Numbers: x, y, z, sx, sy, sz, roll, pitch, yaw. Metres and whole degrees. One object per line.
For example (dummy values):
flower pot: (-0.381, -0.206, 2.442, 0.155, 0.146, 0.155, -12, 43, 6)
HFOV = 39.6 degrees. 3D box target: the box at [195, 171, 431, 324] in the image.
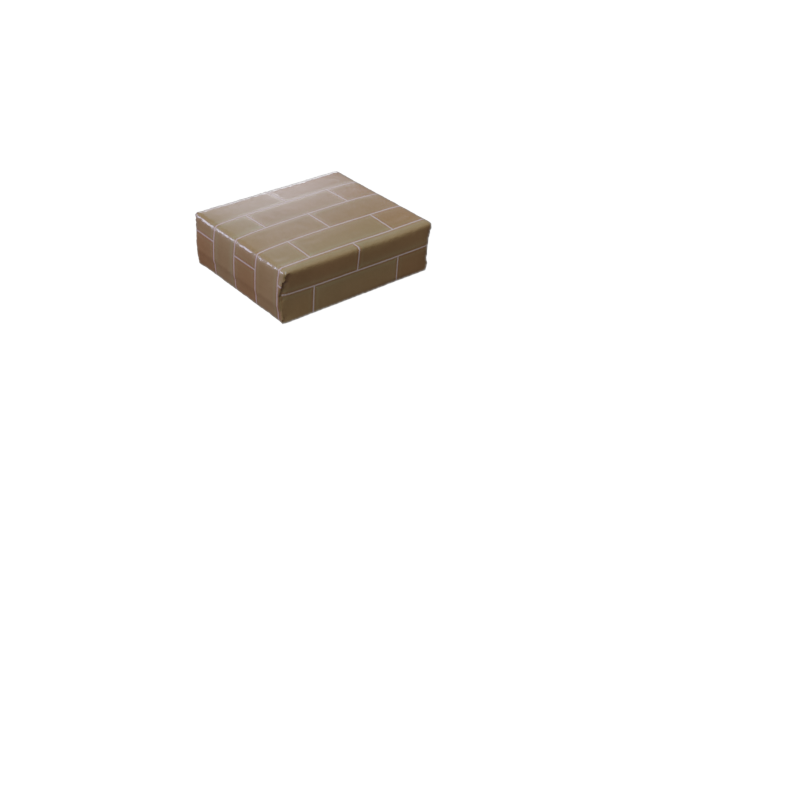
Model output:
box: (-0.052, -0.095, 0.664, 0.113, 0.036, 0.096, -26, 42, -33)
